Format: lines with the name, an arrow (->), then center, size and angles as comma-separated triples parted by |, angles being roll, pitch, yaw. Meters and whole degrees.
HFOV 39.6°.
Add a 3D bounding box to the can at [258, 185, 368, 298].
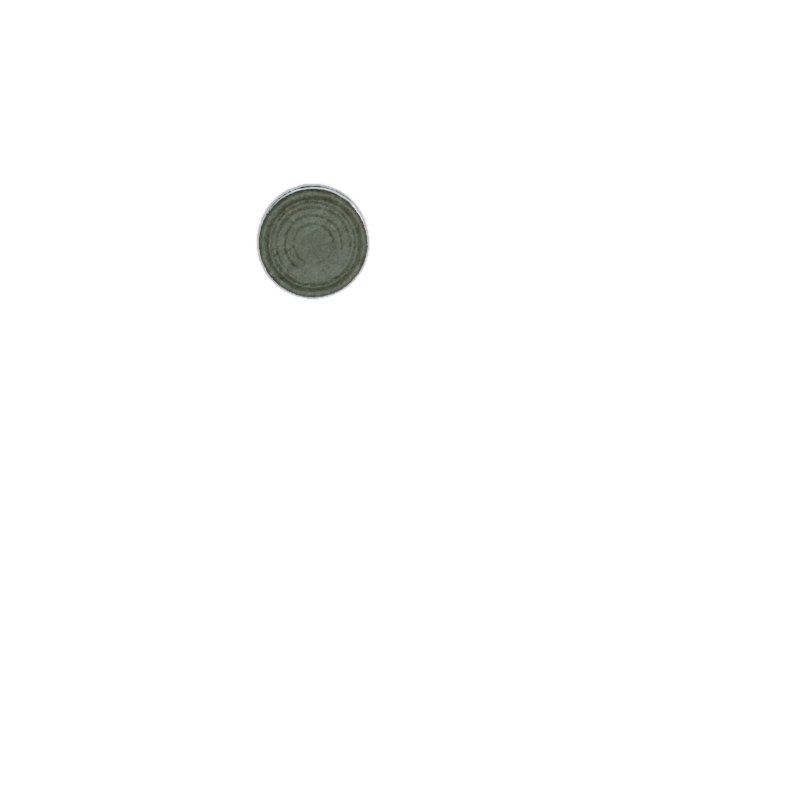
can -> -0.067, -0.122, 0.858 | 0.086, 0.084, 0.034 | 0, 8, -1
